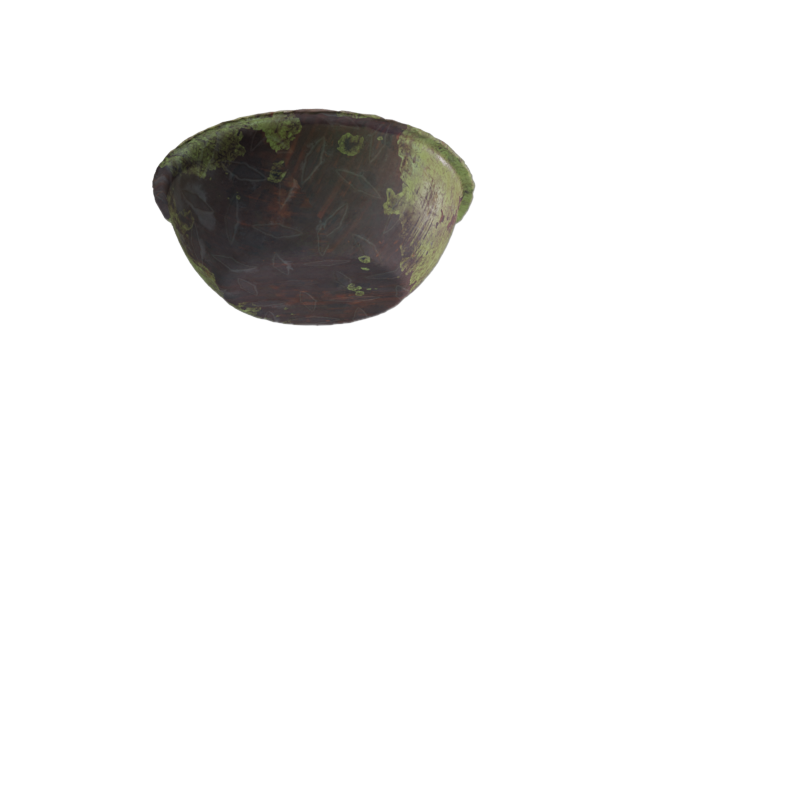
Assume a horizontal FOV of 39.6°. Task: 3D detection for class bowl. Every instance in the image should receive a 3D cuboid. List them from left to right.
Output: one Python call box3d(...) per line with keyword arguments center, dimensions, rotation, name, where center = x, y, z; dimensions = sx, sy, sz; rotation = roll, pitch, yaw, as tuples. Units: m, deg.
box3d(center=(-0.043, -0.078, 0.550), dimensions=(0.162, 0.058, 0.154), rotation=(0, -20, -2), name="bowl")
